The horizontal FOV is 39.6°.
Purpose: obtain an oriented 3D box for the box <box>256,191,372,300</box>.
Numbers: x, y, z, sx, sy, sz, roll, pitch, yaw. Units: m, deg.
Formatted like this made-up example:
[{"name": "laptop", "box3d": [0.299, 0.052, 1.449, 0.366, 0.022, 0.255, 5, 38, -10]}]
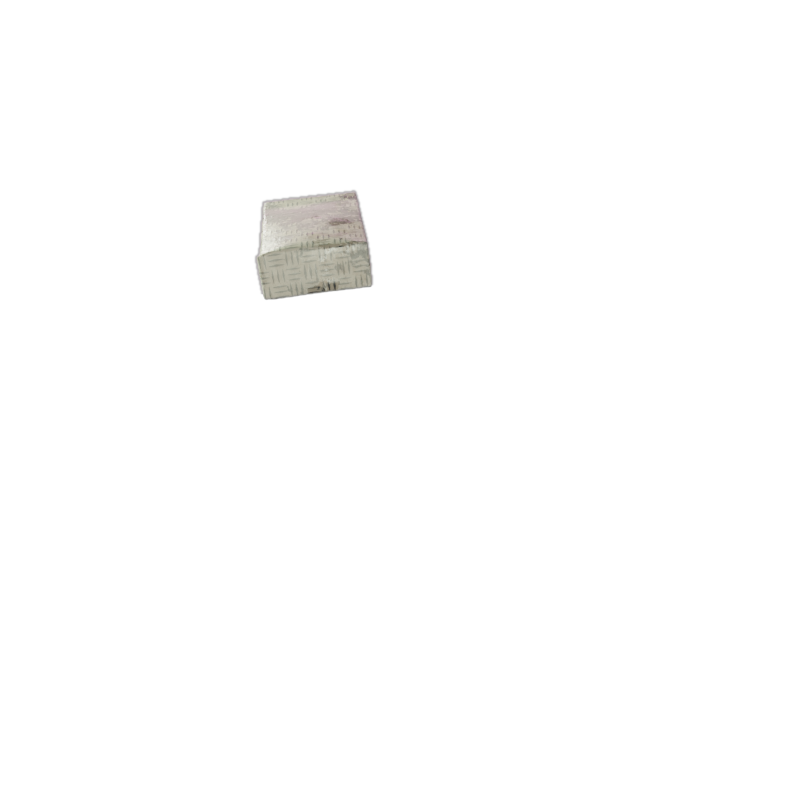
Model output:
[{"name": "box", "box3d": [-0.077, -0.140, 0.985, 0.093, 0.046, 0.184, -7, 21, -1]}]
